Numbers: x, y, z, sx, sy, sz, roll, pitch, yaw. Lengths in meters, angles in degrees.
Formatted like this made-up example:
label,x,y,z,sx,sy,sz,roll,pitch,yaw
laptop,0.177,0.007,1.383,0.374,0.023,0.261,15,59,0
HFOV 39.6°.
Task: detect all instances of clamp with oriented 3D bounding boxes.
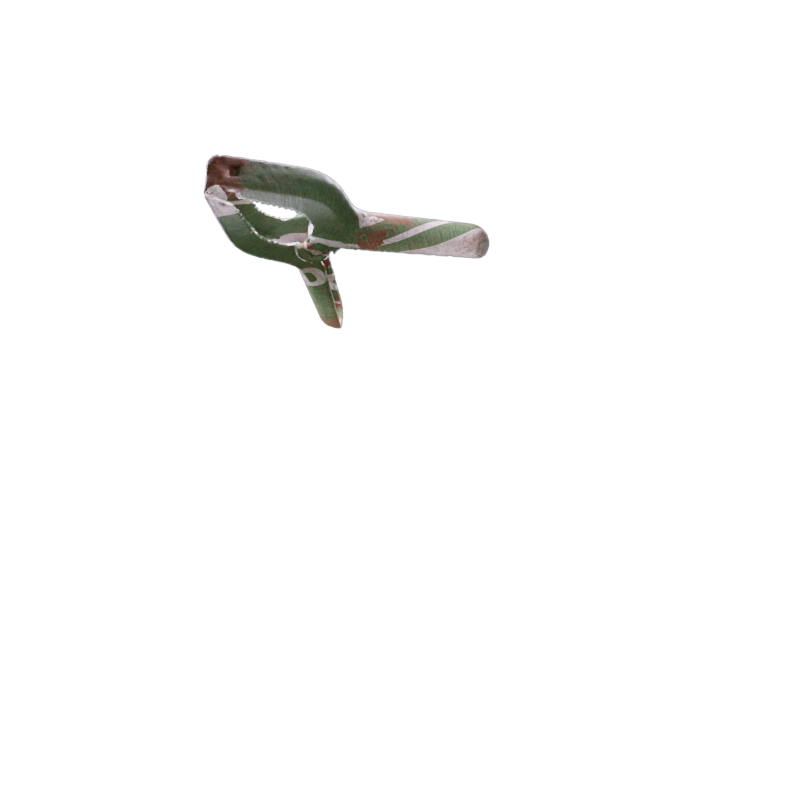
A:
label,x,y,z,sx,sy,sz,roll,pitch,yaw
clamp,-0.064,-0.116,0.812,0.199,0.039,0.163,21,-36,-33
